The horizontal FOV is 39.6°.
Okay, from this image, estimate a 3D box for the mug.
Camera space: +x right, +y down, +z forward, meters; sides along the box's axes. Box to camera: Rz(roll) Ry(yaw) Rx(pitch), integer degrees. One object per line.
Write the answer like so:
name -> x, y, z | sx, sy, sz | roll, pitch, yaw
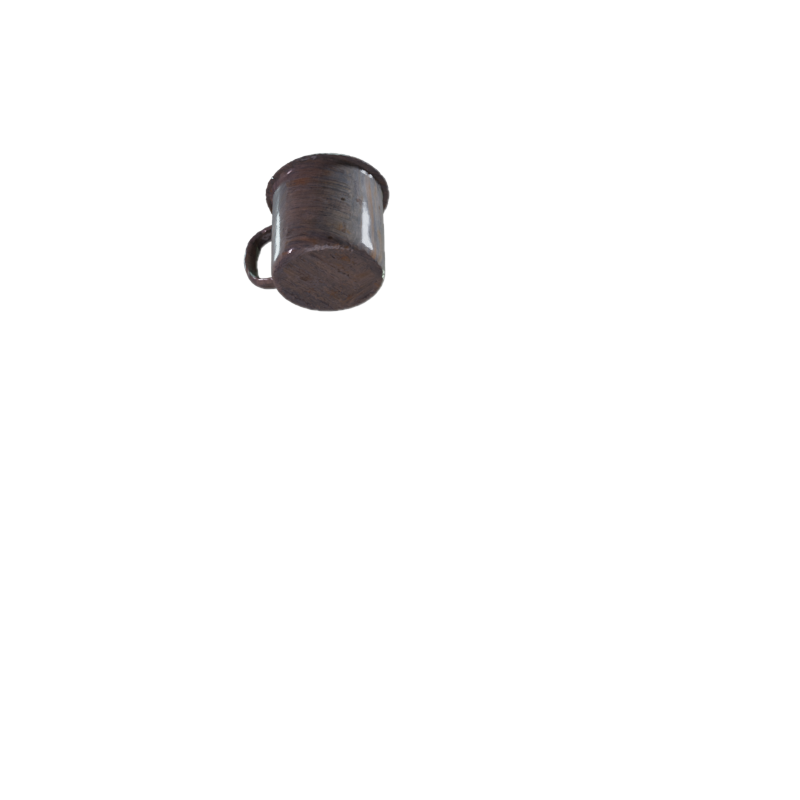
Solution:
mug -> -0.063, -0.116, 0.810 | 0.118, 0.087, 0.086 | -16, -38, 20
